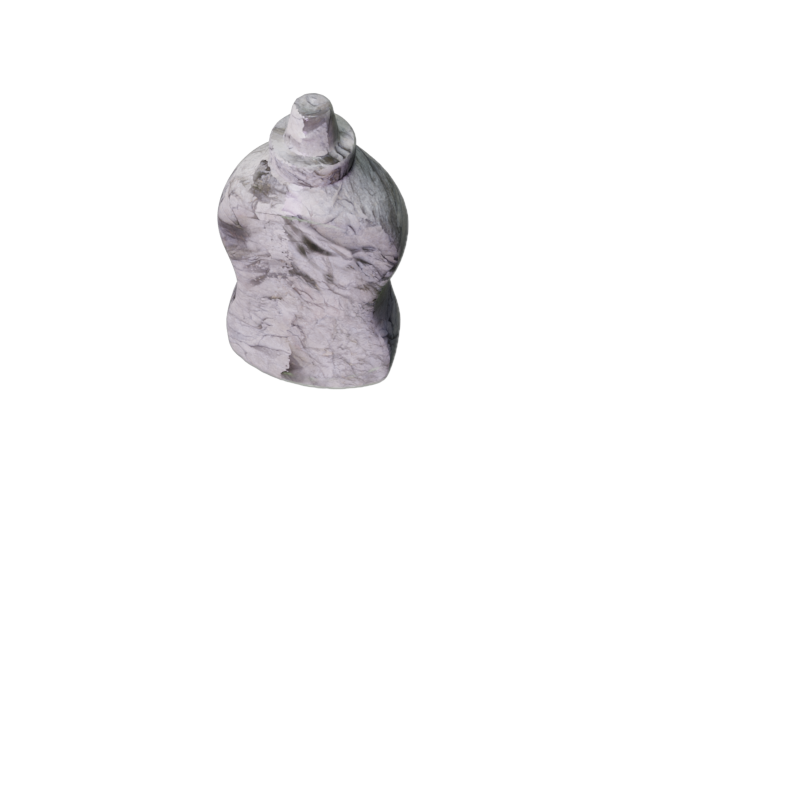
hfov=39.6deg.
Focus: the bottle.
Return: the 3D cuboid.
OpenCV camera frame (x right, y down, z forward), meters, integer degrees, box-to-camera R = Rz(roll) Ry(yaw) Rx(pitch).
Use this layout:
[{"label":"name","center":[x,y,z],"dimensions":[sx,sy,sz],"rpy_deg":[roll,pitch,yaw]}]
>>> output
[{"label":"bottle","center":[-0.045,-0.081,0.572],"dimensions":[0.098,0.061,0.179],"rpy_deg":[15,-36,7]}]
